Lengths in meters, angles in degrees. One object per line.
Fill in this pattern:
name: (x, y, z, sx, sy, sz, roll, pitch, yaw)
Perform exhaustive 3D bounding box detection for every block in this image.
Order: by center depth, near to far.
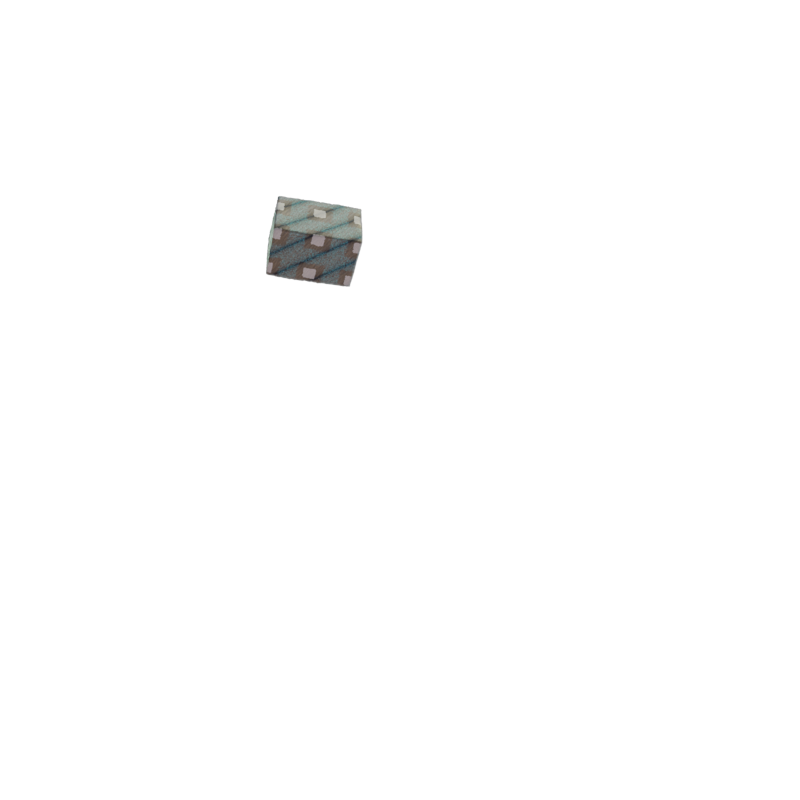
block: (-0.076, -0.139, 0.972, 0.077, 0.050, 0.055, 8, 40, -9)
